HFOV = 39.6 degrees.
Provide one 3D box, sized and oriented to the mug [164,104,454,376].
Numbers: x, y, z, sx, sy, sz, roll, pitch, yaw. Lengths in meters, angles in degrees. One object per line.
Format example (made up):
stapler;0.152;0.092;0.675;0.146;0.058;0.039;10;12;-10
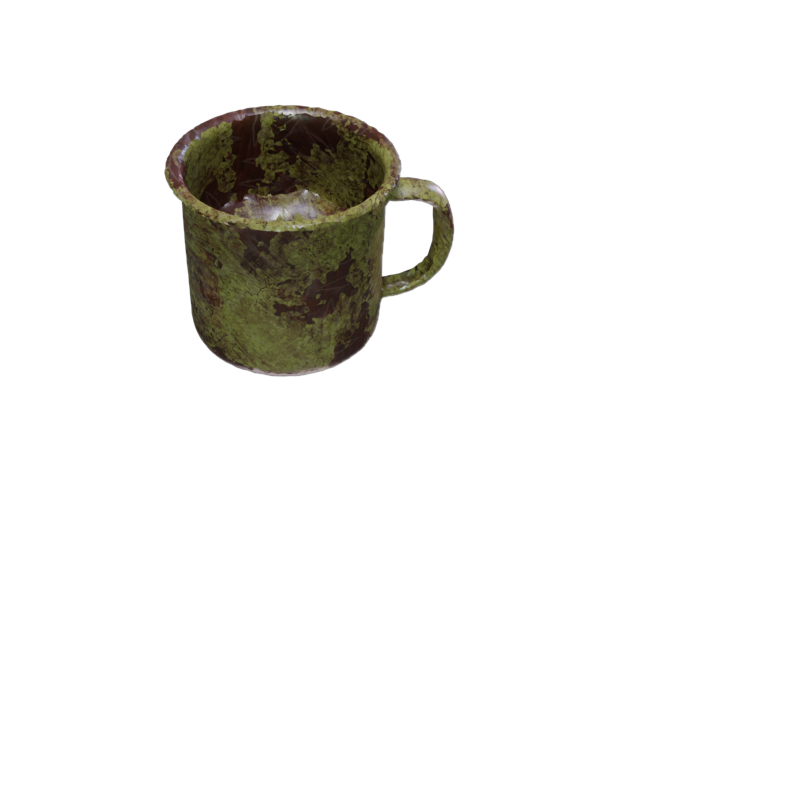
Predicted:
mug;-0.036;-0.066;0.461;0.116;0.076;0.100;-5;40;-7
